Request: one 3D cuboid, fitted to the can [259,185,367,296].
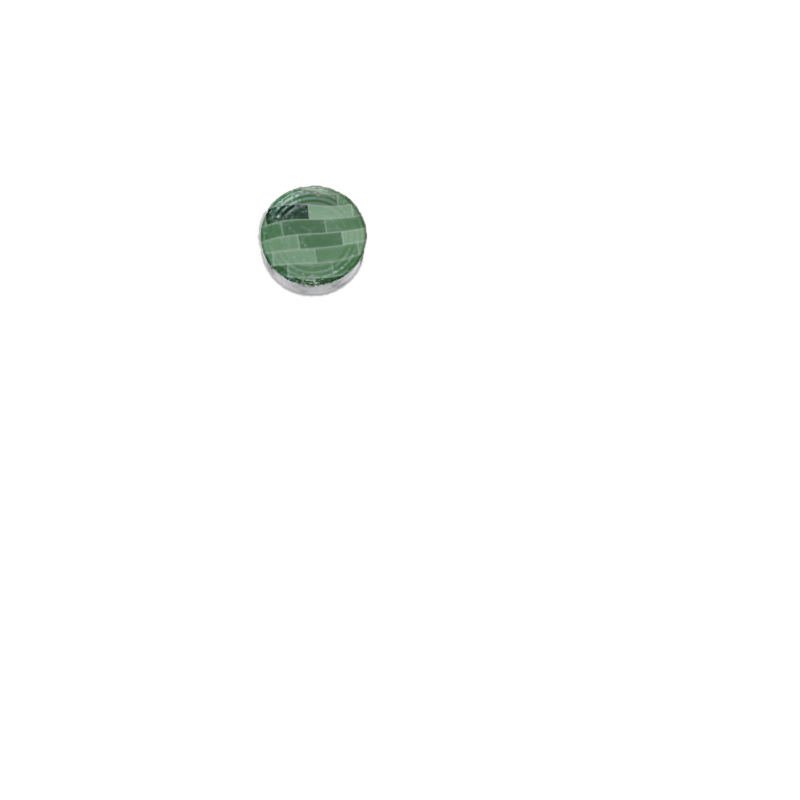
[{"bbox_3d":[-0.071,-0.129,0.901,0.086,0.090,0.032,-1,-19,-1],"label":"can"}]
